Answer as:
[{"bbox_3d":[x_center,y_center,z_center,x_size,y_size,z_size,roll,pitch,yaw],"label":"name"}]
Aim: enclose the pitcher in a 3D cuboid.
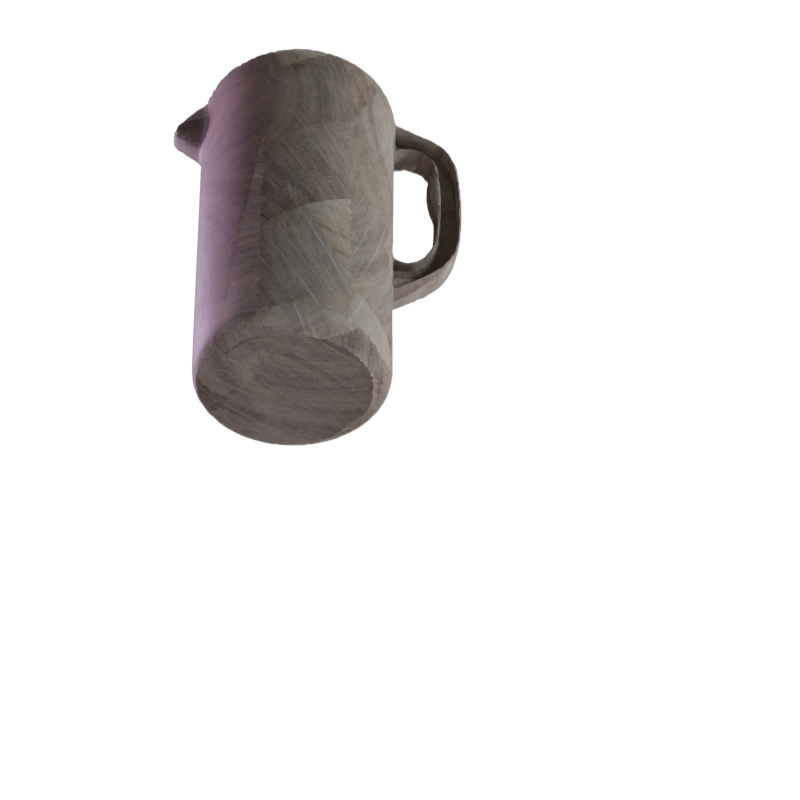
[{"bbox_3d":[-0.053,-0.097,0.677,0.149,0.261,0.135,-28,-50,23],"label":"pitcher"}]
